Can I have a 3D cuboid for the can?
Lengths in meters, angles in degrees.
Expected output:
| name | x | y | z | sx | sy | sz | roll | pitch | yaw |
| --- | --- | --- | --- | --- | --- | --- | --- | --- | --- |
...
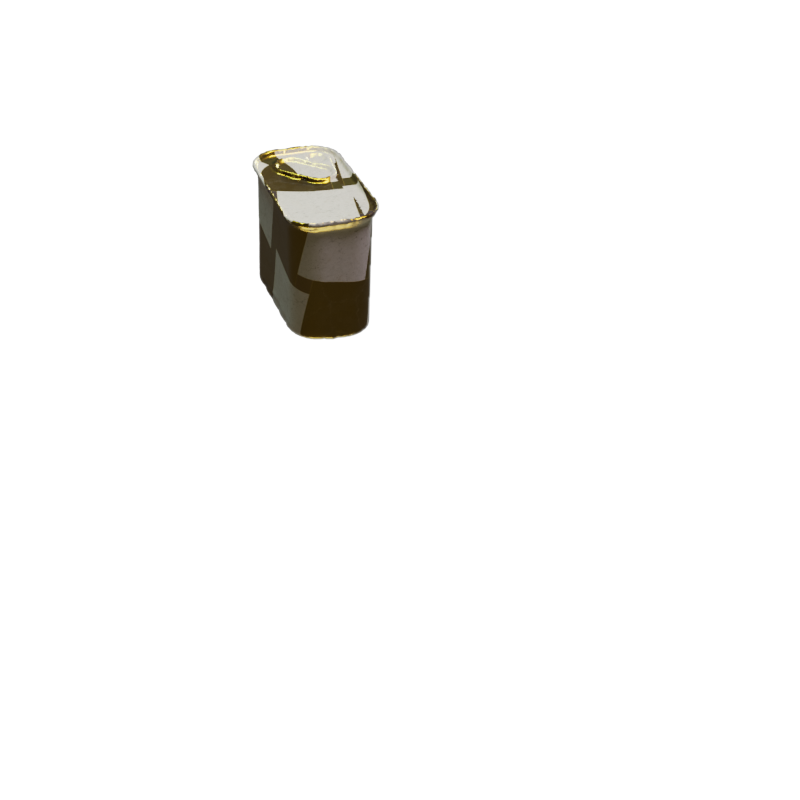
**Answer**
| name | x | y | z | sx | sy | sz | roll | pitch | yaw |
| --- | --- | --- | --- | --- | --- | --- | --- | --- | --- |
| can | -0.054 | -0.098 | 0.685 | 0.057 | 0.079 | 0.110 | -10 | 36 | -17 |
